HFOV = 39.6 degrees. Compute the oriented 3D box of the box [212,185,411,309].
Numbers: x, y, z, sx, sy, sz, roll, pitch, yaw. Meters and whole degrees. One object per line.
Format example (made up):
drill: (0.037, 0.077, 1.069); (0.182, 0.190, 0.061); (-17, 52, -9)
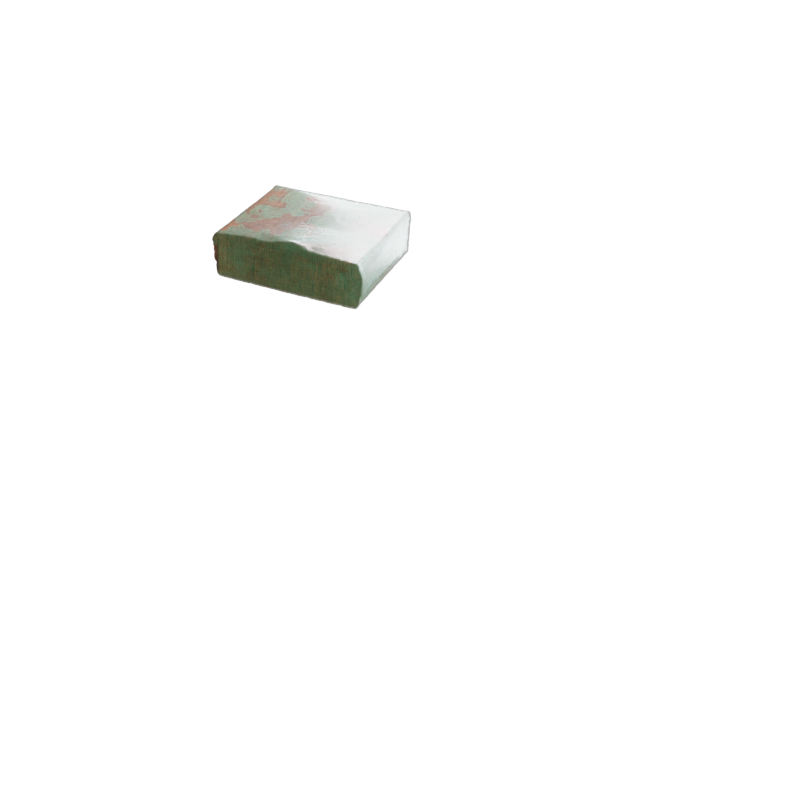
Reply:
box: (-0.049, -0.089, 0.620); (0.093, 0.028, 0.075); (15, 35, 21)
